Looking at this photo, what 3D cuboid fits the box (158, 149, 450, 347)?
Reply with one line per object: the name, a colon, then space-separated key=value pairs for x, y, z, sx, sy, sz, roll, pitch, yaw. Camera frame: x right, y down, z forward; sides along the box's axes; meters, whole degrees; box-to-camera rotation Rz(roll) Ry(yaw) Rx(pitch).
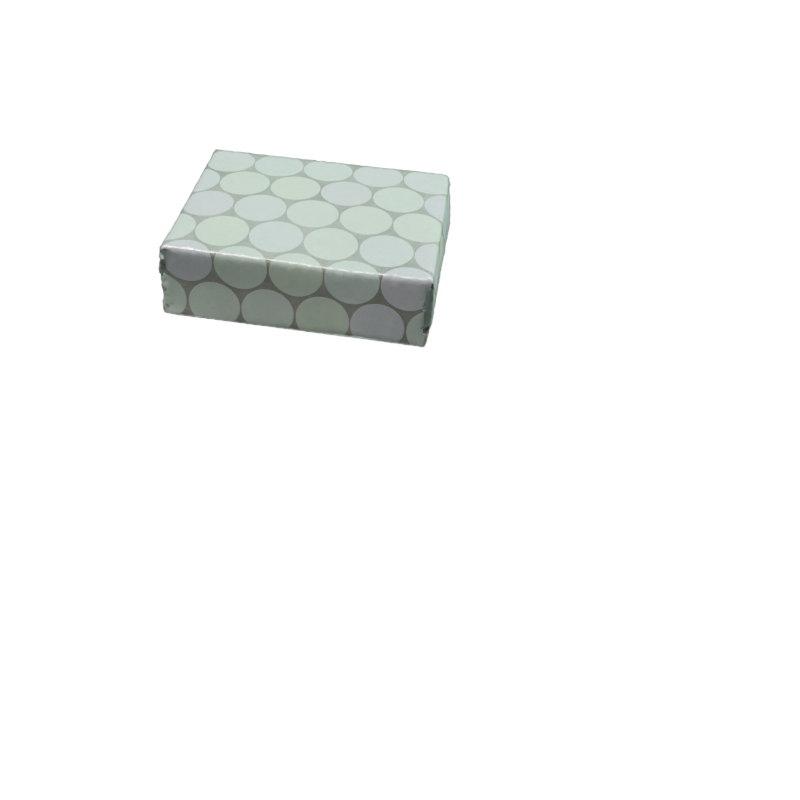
box: x=-0.037 y=-0.068 z=0.479 sx=0.115 sy=0.036 sz=0.095 roll=5 pitch=36 yaw=7
